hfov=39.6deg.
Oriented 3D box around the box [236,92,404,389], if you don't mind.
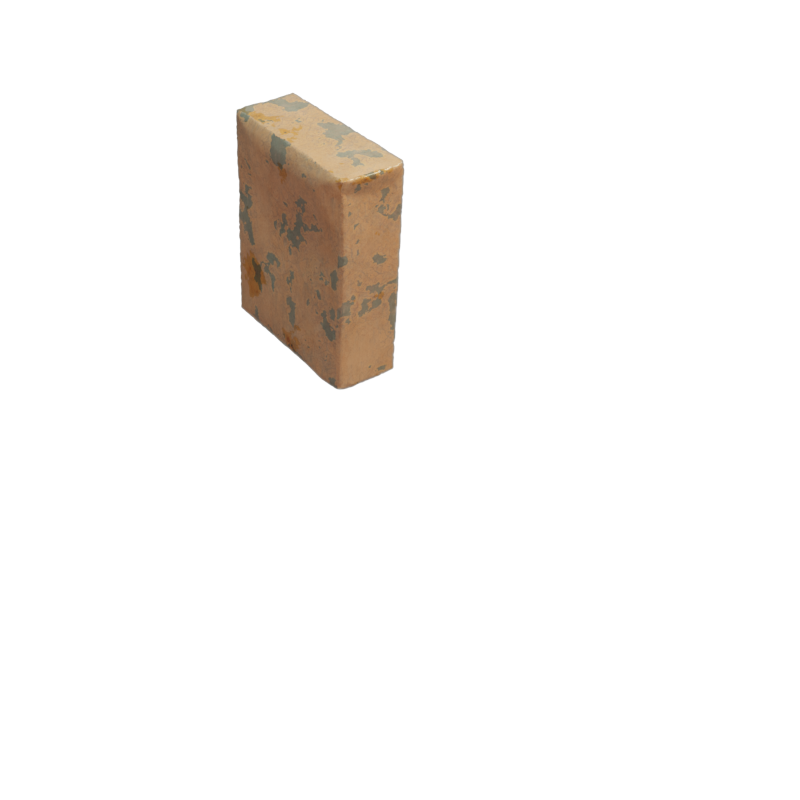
[{"bbox_3d":[-0.077,-0.140,0.981,0.071,0.200,0.177,-21,41,-30],"label":"box"}]
